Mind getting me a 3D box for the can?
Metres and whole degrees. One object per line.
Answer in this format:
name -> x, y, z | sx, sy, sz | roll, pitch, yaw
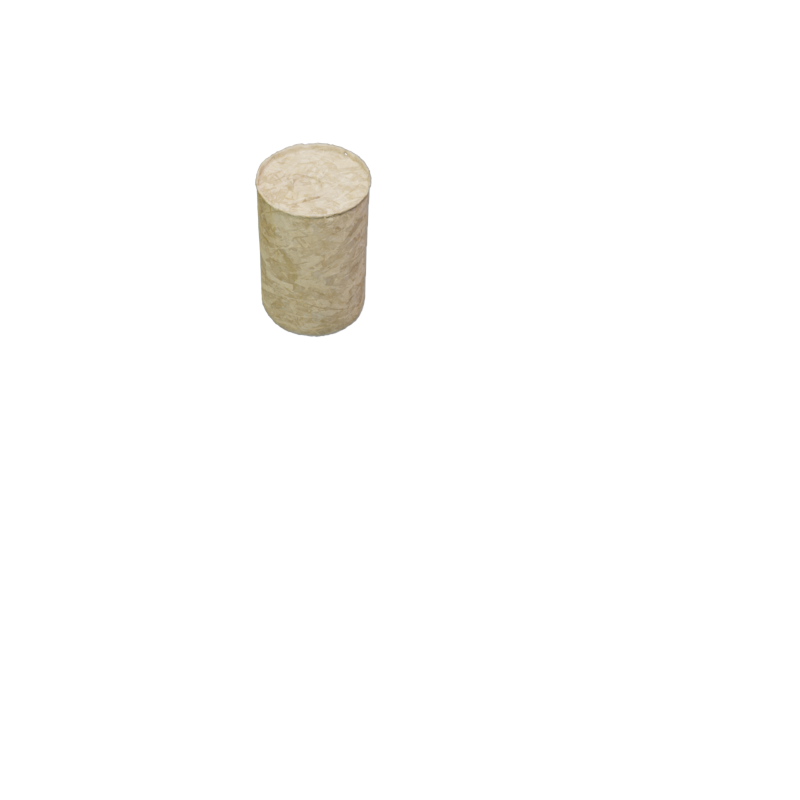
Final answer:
can -> -0.053, -0.097, 0.680 | 0.068, 0.074, 0.095 | 0, -44, -3
